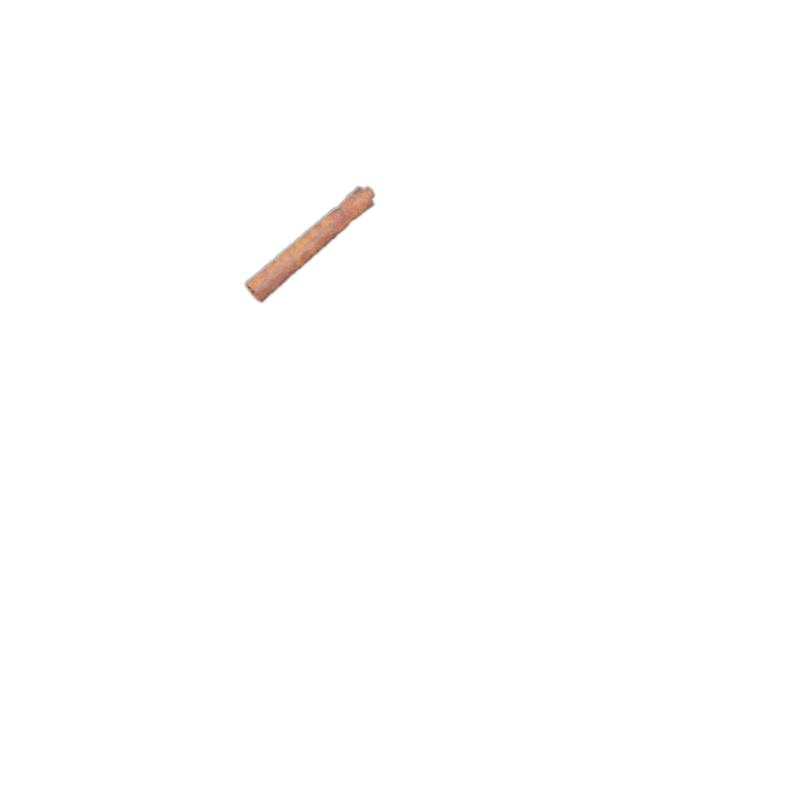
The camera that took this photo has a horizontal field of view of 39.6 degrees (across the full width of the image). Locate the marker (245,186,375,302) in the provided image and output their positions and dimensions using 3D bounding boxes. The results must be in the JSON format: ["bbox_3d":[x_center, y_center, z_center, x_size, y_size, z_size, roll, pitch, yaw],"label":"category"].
[{"bbox_3d":[-0.066,-0.120,0.839,0.122,0.019,0.020,-43,15,-12],"label":"marker"}]
